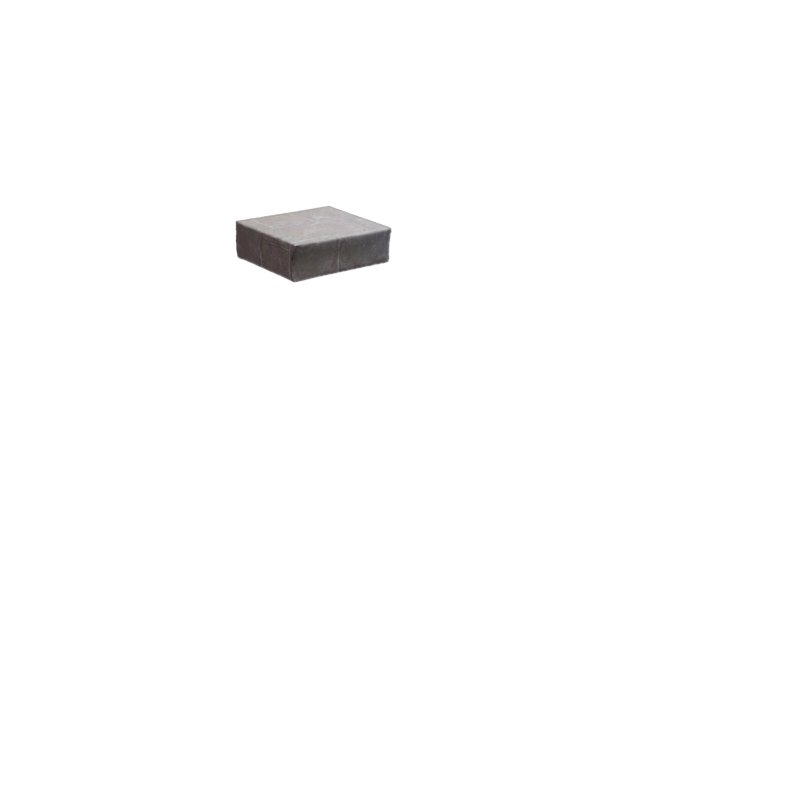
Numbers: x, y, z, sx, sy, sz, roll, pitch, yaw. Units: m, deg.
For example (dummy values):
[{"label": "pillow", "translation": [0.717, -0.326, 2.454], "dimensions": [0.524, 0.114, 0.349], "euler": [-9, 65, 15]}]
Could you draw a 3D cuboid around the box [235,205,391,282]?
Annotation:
[{"label": "box", "translation": [-0.078, -0.143, 0.999], "dimensions": [0.111, 0.037, 0.096], "euler": [-19, 29, -37]}]
